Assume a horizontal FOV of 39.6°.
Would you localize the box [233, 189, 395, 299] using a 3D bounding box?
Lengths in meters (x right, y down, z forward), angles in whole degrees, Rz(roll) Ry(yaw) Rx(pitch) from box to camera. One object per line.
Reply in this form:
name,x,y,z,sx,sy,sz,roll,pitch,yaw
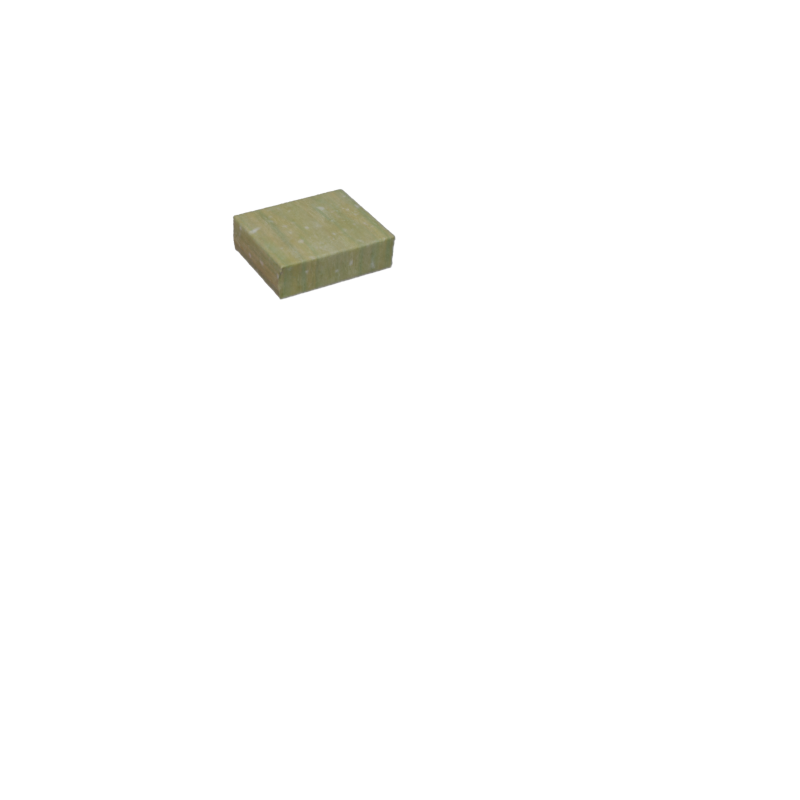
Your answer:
box,-0.075,-0.136,0.951,0.112,0.036,0.097,-21,42,-25
